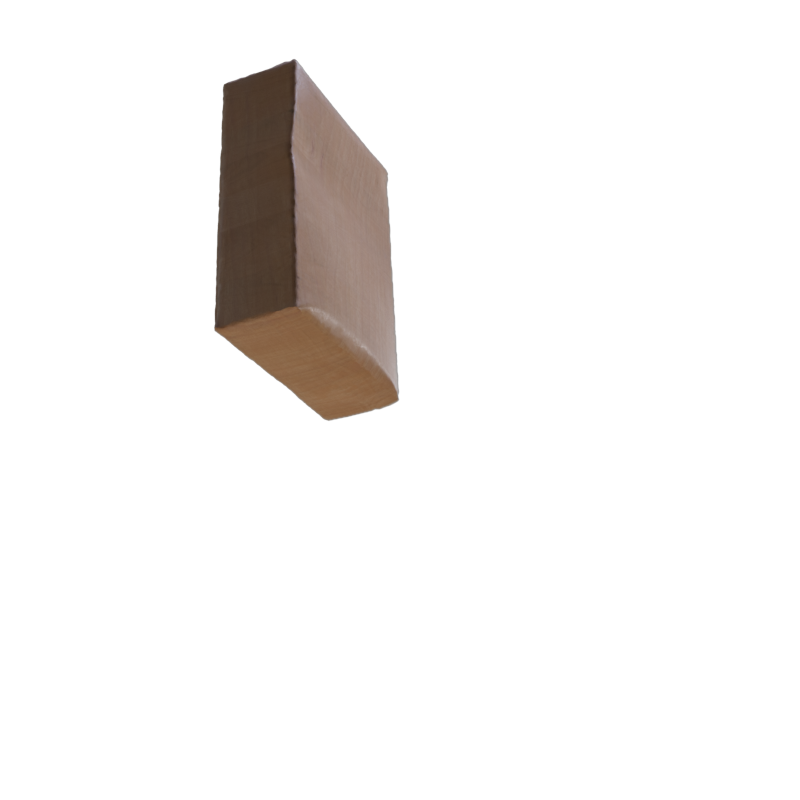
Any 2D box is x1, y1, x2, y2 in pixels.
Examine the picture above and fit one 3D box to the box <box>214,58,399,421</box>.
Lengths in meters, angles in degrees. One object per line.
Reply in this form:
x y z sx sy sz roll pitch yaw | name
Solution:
-0.064 -0.116 0.815 0.073 0.228 0.152 -16 -33 21 | box
